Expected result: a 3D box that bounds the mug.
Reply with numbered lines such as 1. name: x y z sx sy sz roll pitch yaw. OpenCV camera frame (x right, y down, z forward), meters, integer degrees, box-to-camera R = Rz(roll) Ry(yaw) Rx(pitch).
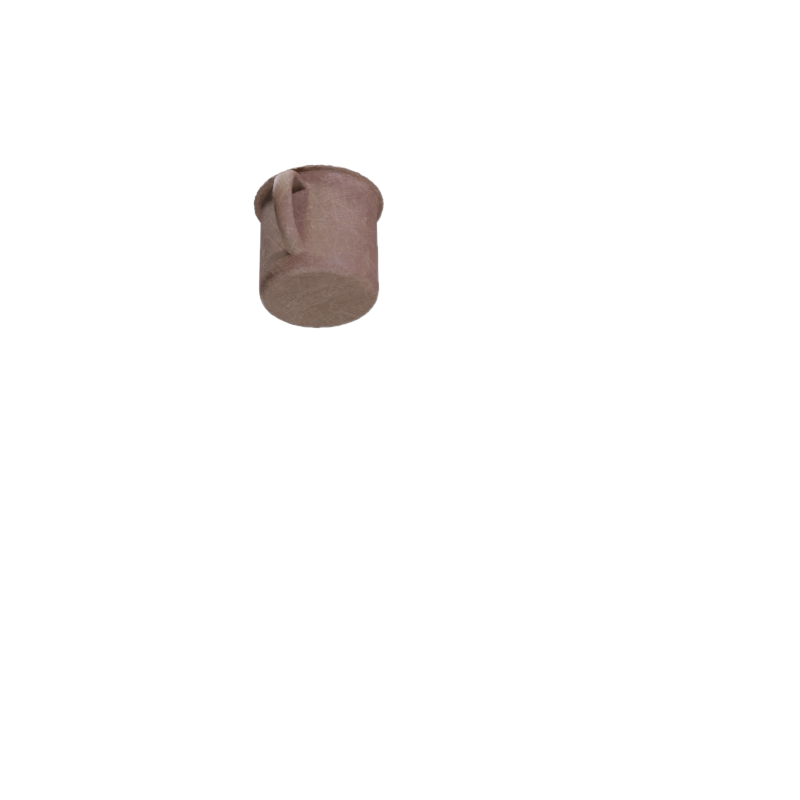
1. mug: -0.060 -0.109 0.760 0.094 0.087 0.108 -9 -32 13
